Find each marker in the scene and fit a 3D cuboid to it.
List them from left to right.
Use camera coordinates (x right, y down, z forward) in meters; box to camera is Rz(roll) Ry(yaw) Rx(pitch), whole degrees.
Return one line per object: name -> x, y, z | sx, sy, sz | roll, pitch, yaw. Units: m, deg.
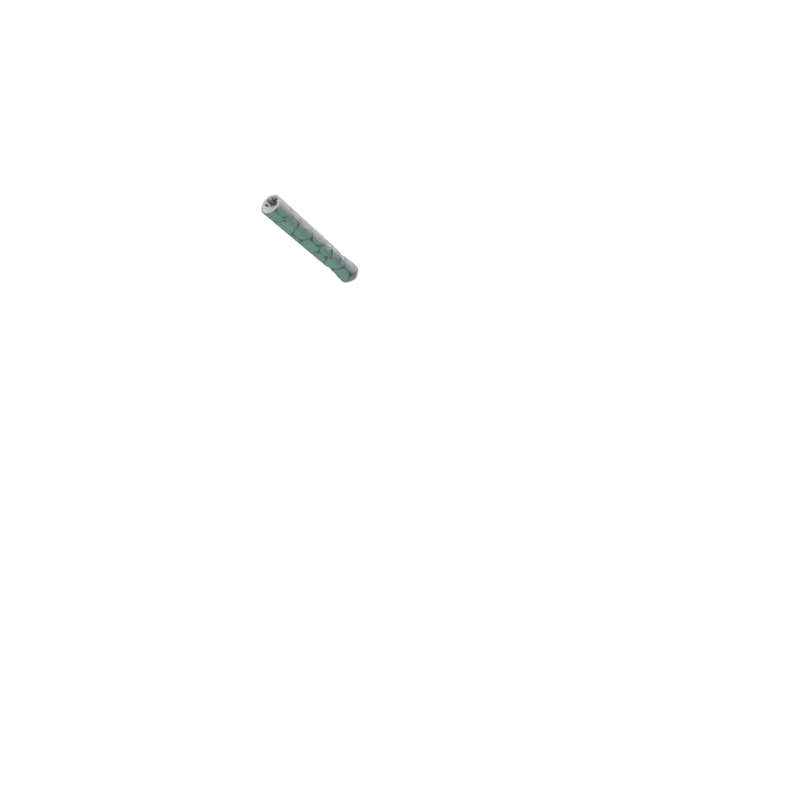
marker -> -0.073, -0.133, 0.931 | 0.021, 0.020, 0.112 | 3, -24, 40
